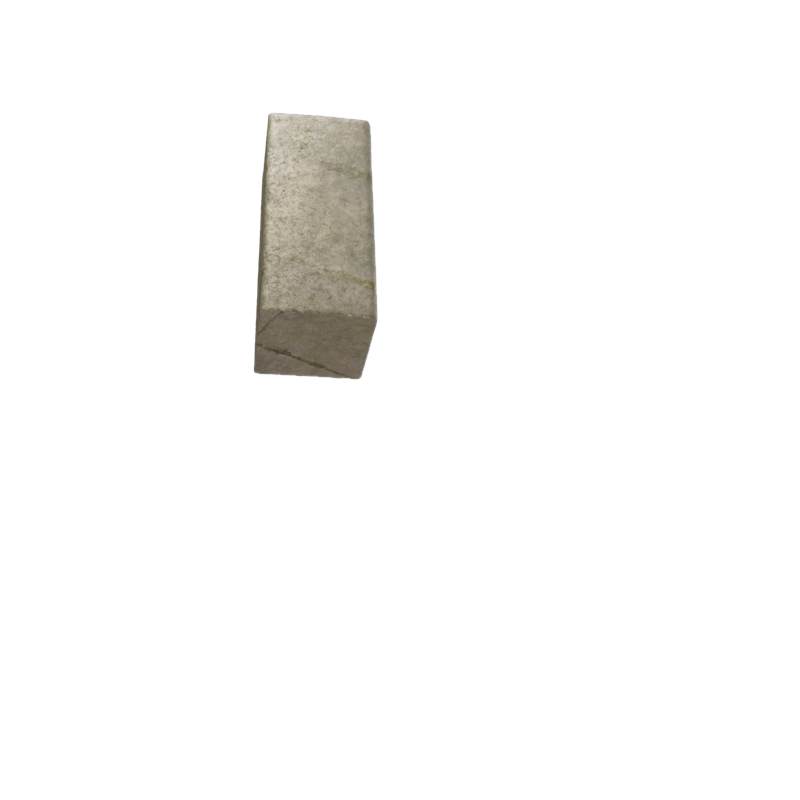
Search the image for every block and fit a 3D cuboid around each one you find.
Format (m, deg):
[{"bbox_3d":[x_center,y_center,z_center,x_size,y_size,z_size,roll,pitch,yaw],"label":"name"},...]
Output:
[{"bbox_3d":[-0.071,-0.131,0.919,0.089,0.221,0.085,3,-36,-8],"label":"block"}]
